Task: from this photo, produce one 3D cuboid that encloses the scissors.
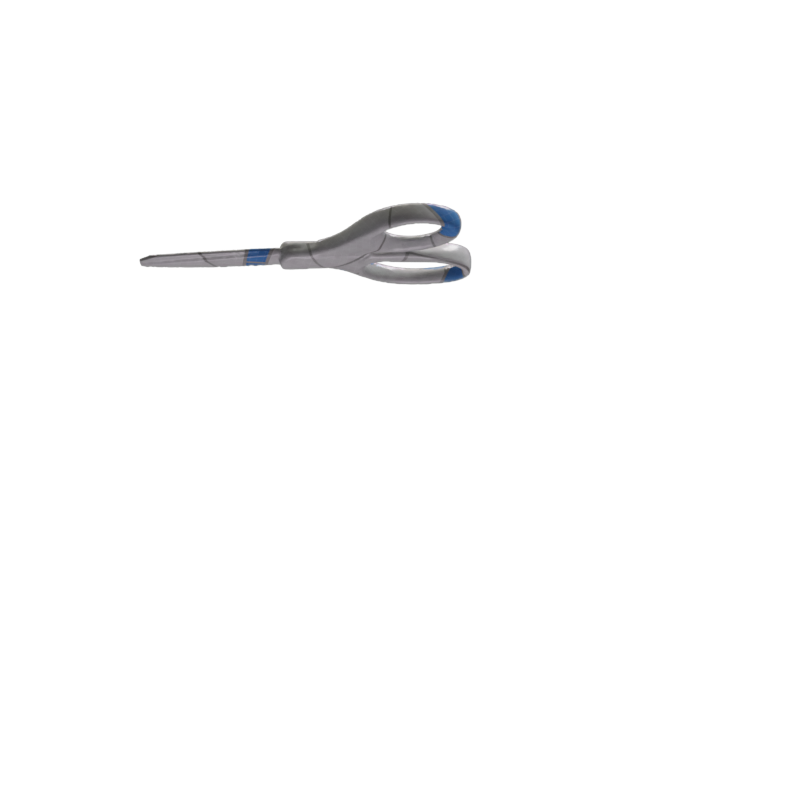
[{"bbox_3d":[-0.052,-0.094,0.658,0.199,0.017,0.092,4,-21,-9],"label":"scissors"}]
